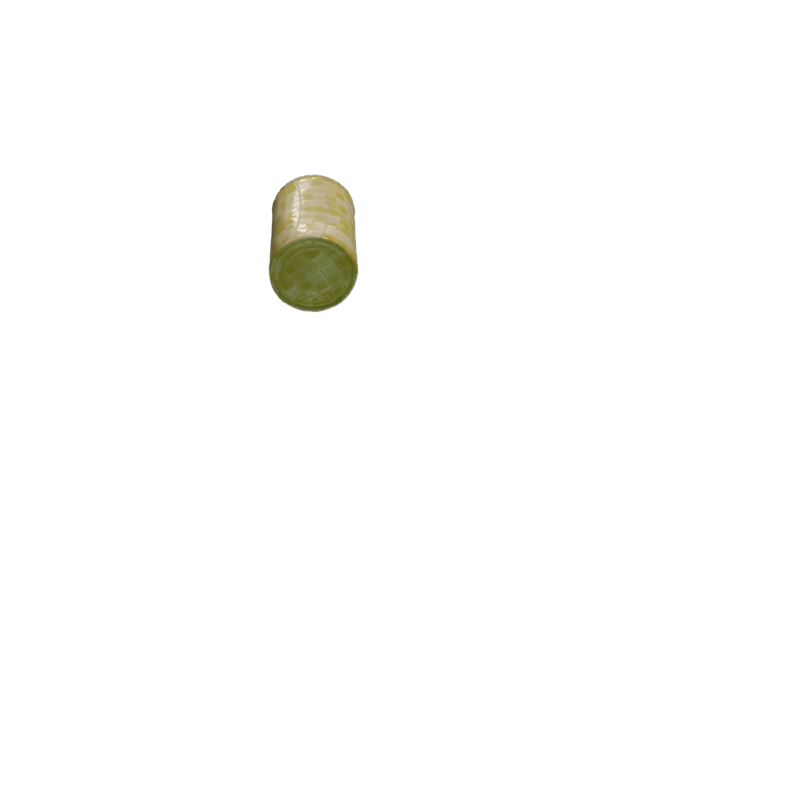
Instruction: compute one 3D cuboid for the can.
[{"bbox_3d":[-0.067,-0.123,0.861,0.068,0.064,0.109,-1,34,-3],"label":"can"}]
